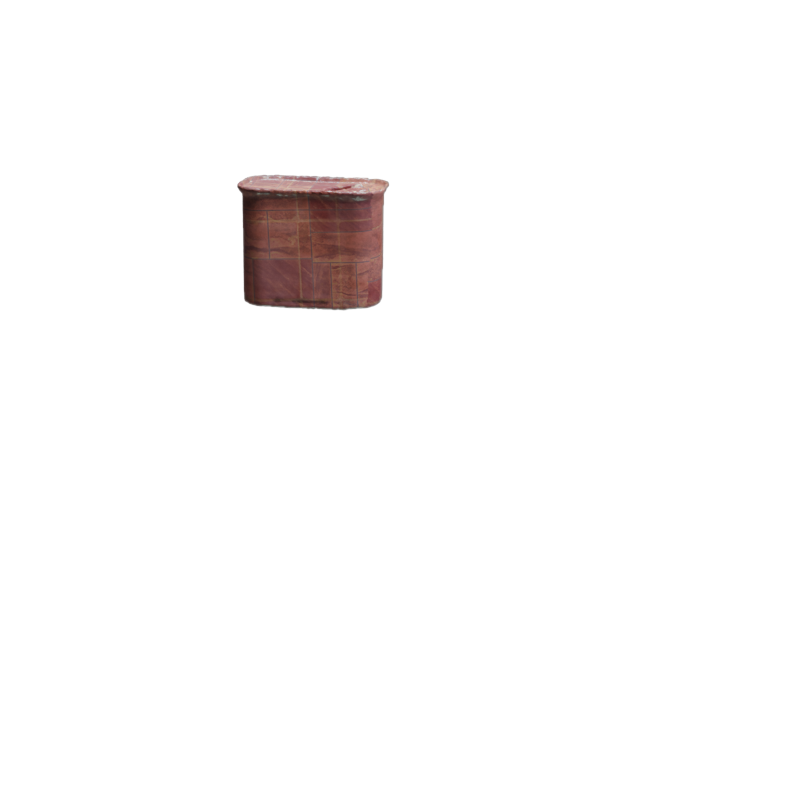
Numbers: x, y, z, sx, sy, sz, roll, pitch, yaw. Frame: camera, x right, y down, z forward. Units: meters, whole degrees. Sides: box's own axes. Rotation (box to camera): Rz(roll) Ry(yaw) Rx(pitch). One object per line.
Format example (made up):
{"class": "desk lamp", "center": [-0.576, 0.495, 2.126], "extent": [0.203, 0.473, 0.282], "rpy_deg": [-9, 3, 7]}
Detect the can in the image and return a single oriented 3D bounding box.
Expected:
{"class": "can", "center": [-0.060, -0.110, 0.771], "extent": [0.103, 0.081, 0.059], "rpy_deg": [3, 16, 9]}
